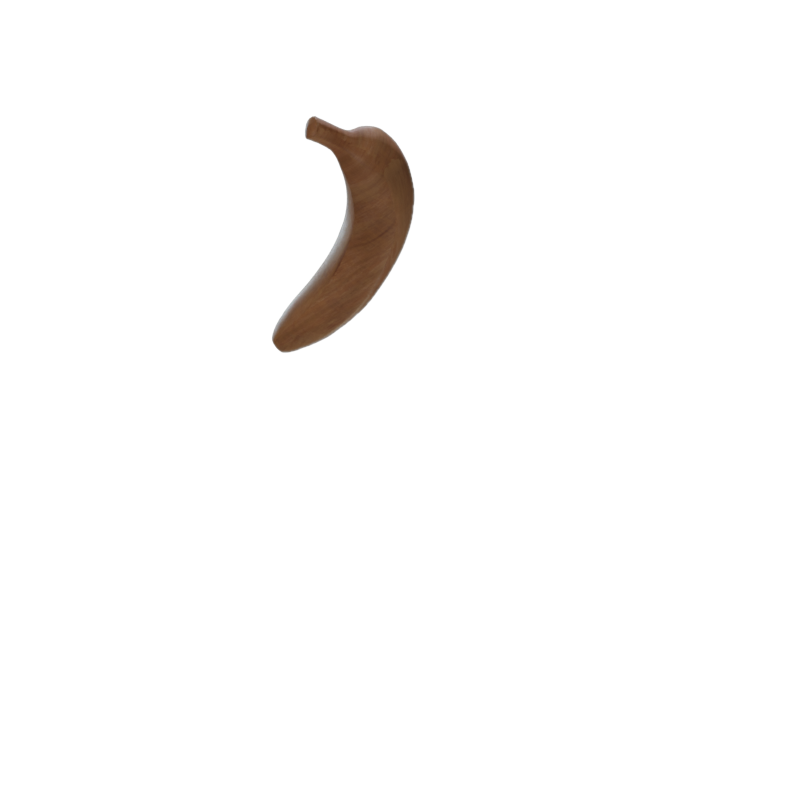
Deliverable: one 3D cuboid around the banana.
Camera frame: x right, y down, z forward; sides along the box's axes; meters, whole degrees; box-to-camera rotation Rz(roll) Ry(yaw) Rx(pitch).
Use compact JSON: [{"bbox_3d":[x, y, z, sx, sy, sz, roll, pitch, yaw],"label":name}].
[{"bbox_3d":[-0.031,-0.092,0.639,0.069,0.039,0.186,6,-38,-8],"label":"banana"}]
